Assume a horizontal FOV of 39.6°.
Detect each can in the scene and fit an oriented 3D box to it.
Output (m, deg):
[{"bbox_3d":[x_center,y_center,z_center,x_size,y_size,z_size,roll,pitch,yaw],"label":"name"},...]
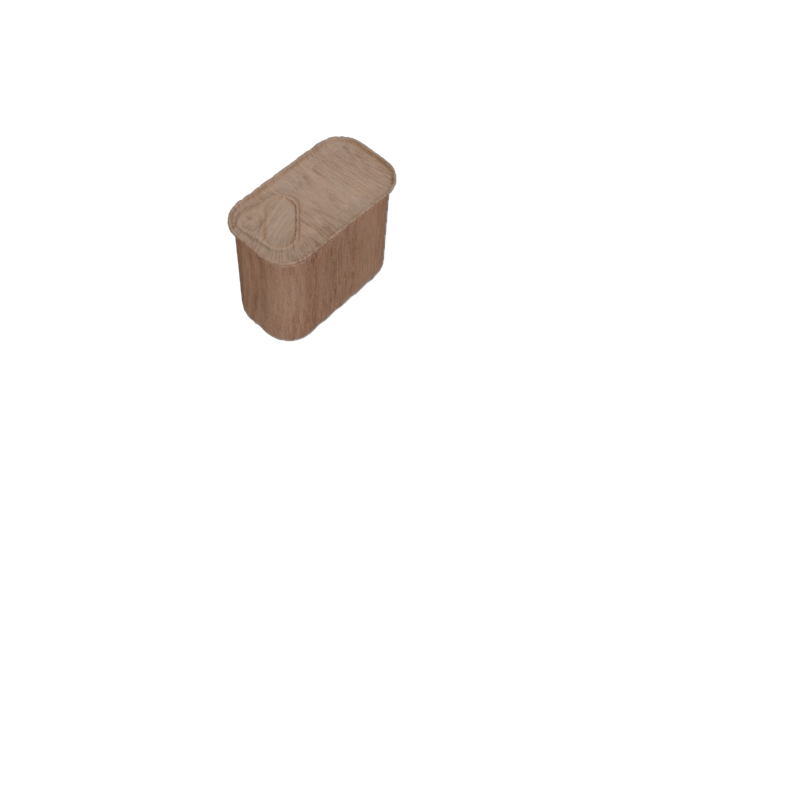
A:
[{"bbox_3d":[-0.052,-0.095,0.667,0.061,0.103,0.078,38,-28,21],"label":"can"}]
